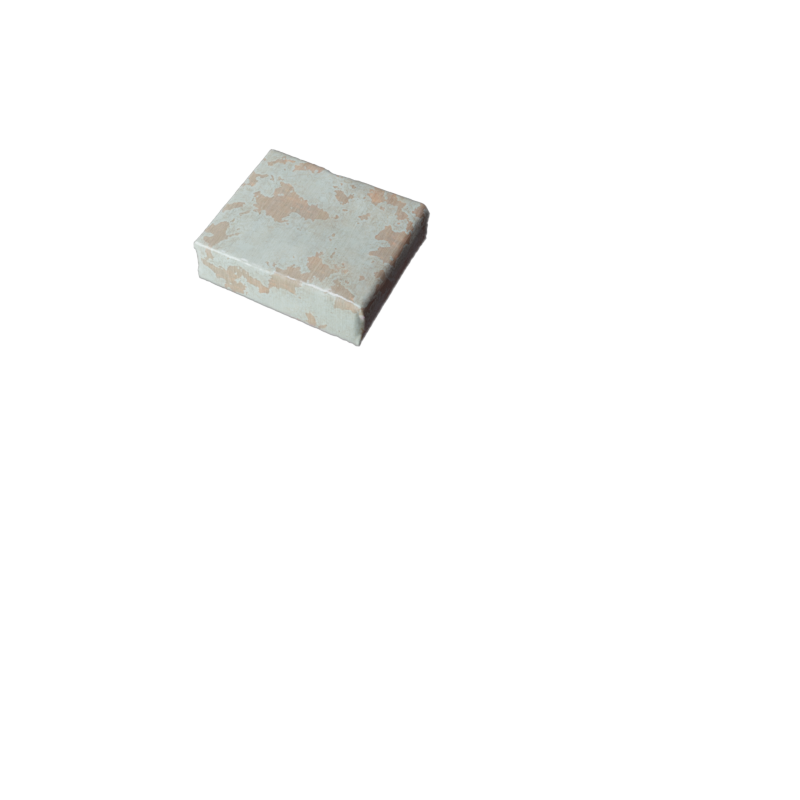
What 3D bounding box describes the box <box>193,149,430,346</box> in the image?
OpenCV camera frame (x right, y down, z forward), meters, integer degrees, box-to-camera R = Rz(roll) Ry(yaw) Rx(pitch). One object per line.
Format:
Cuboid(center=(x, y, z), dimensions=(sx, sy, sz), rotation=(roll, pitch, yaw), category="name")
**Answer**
Cuboid(center=(-0.041, -0.075, 0.527), dimensions=(0.092, 0.076, 0.028), rotation=(22, -36, 16), category="box")
